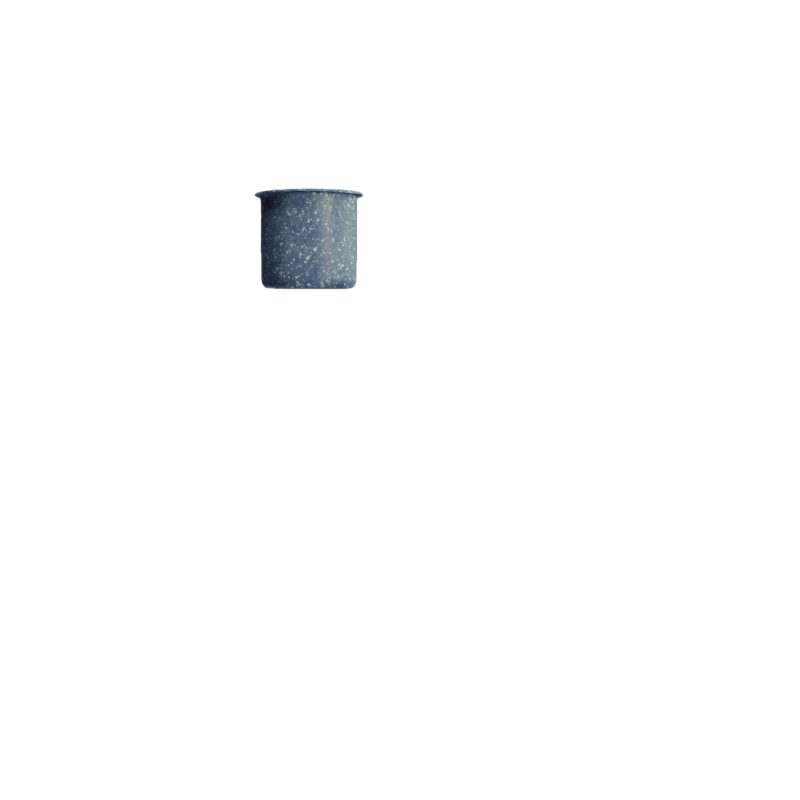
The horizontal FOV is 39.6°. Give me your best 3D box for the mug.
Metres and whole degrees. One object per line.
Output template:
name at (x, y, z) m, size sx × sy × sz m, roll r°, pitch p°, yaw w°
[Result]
mug at (-0.075, -0.137, 0.957) m, size 0.095 × 0.082 × 0.115 m, roll 0°, pitch 2°, yaw 15°
